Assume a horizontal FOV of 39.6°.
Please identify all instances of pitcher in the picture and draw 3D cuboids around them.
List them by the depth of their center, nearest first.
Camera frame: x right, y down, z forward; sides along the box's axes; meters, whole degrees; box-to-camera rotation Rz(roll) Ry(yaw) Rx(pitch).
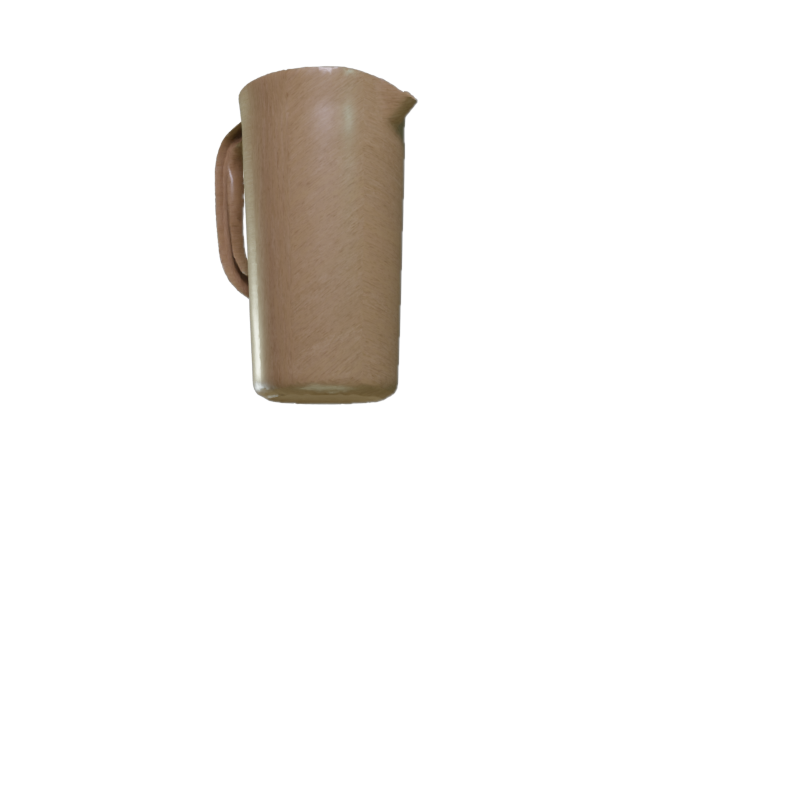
[{"bbox_3d":[-0.067,-0.122,0.852,0.143,0.250,0.147,2,-11,-11],"label":"pitcher"}]
